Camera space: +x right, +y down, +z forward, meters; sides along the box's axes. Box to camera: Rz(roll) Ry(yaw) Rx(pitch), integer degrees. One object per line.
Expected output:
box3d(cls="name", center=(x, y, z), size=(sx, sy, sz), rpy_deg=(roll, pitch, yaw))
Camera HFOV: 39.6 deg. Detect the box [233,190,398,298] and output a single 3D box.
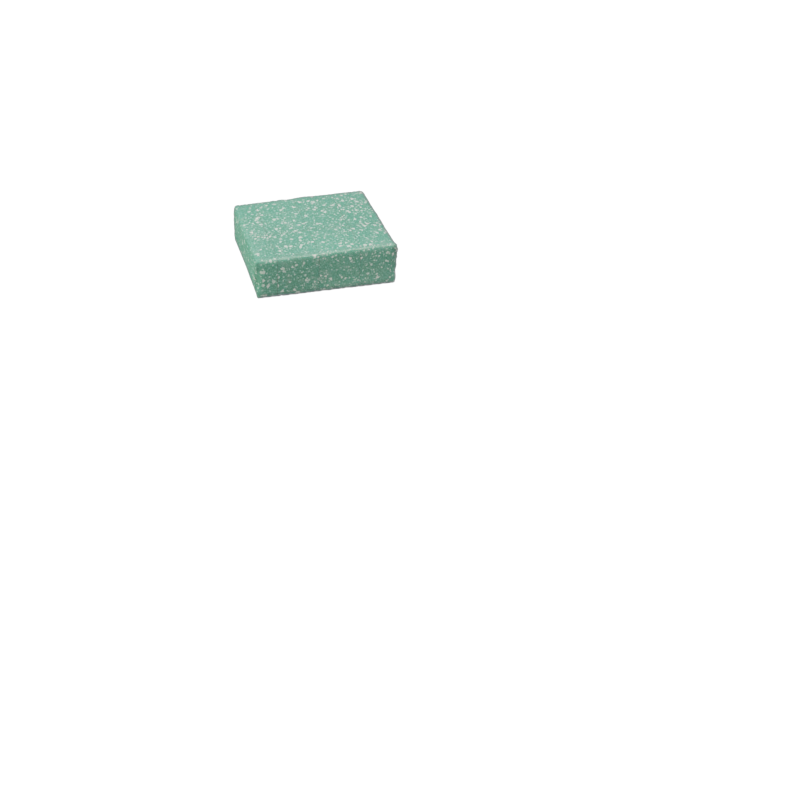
box3d(cls="box", center=(-0.054, -0.099, 0.693), size=(0.088, 0.028, 0.079), rpy_deg=(-9, 37, -13))
